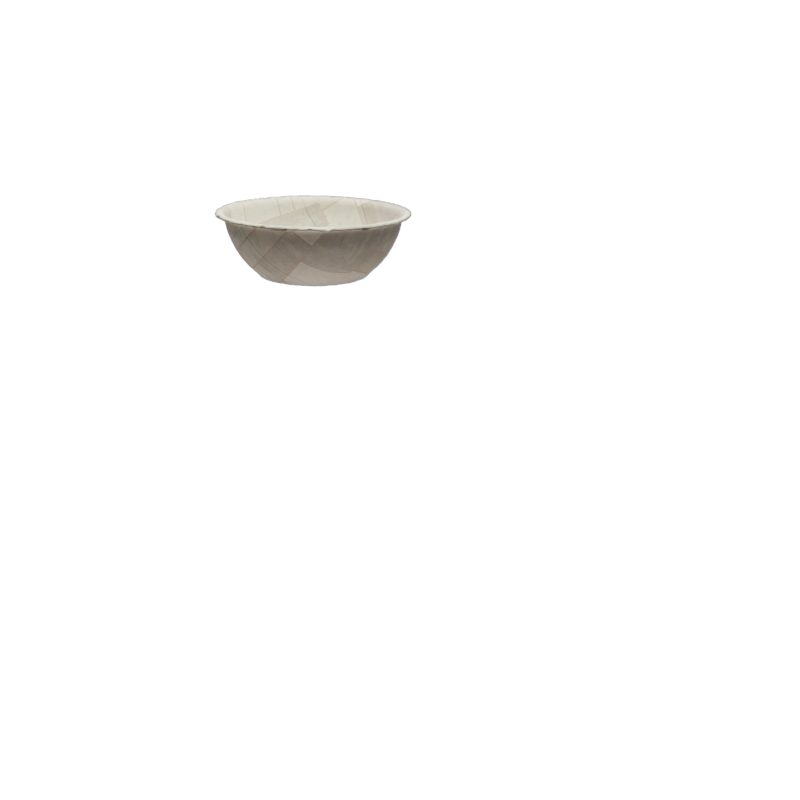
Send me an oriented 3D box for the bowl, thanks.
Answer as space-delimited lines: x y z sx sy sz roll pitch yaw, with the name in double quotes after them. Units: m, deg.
-0.072 -0.131 0.919 0.162 0.053 0.168 -1 18 -2 "bowl"
